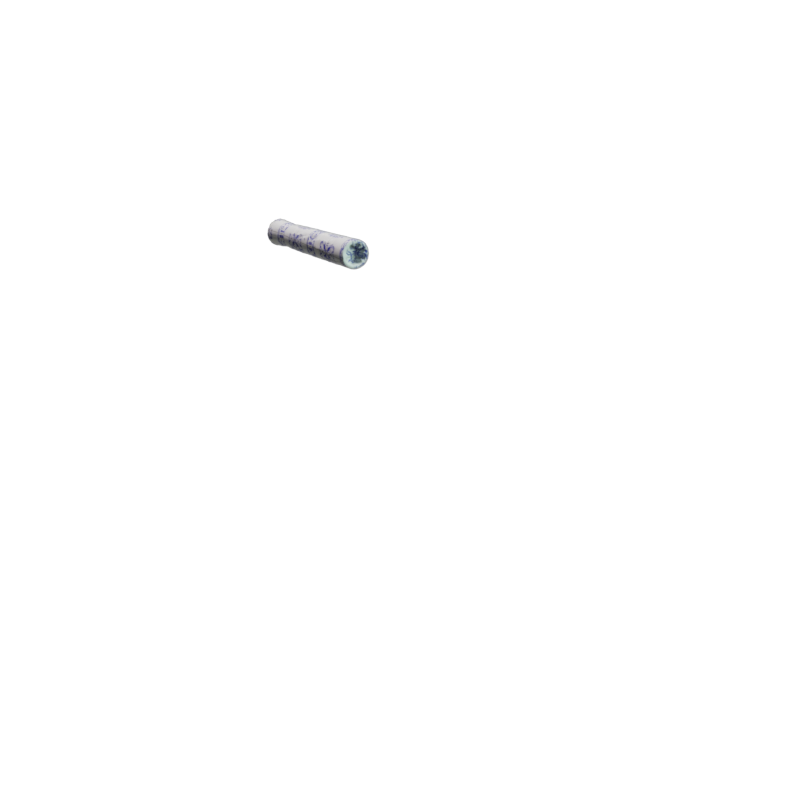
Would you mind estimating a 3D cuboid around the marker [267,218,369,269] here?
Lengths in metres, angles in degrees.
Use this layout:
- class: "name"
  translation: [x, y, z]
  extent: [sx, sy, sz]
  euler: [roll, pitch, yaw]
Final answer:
- class: "marker"
  translation: [-0.057, -0.103, 0.723]
  extent: [0.019, 0.019, 0.127]
  euler: [-2, 15, -28]
